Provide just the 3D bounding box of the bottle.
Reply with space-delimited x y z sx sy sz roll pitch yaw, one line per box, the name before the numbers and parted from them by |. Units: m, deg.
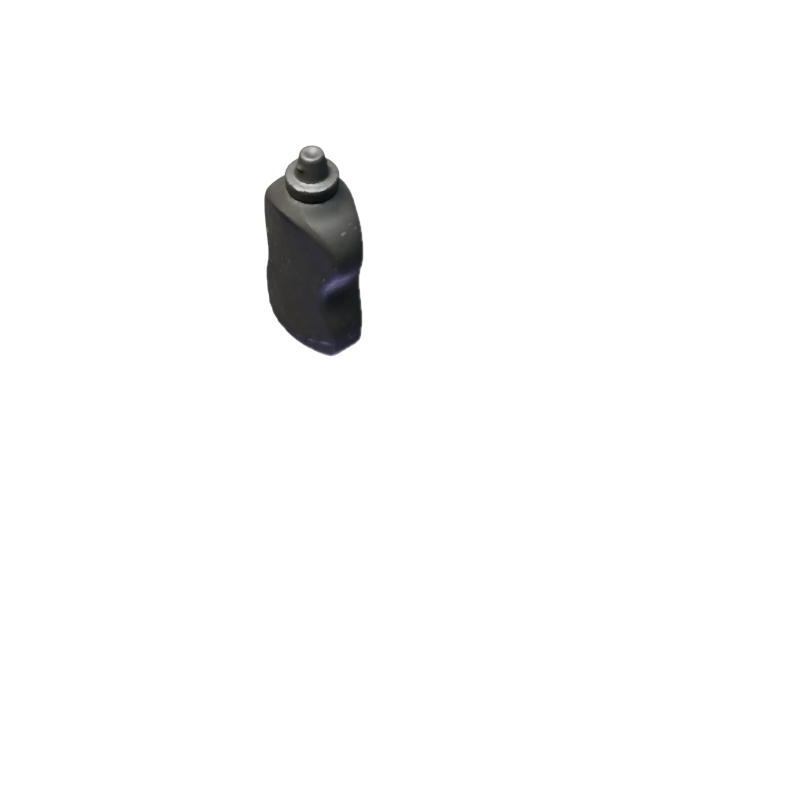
bottle | -0.069 -0.125 0.877 0.058 0.103 0.179 -28 -32 -24
